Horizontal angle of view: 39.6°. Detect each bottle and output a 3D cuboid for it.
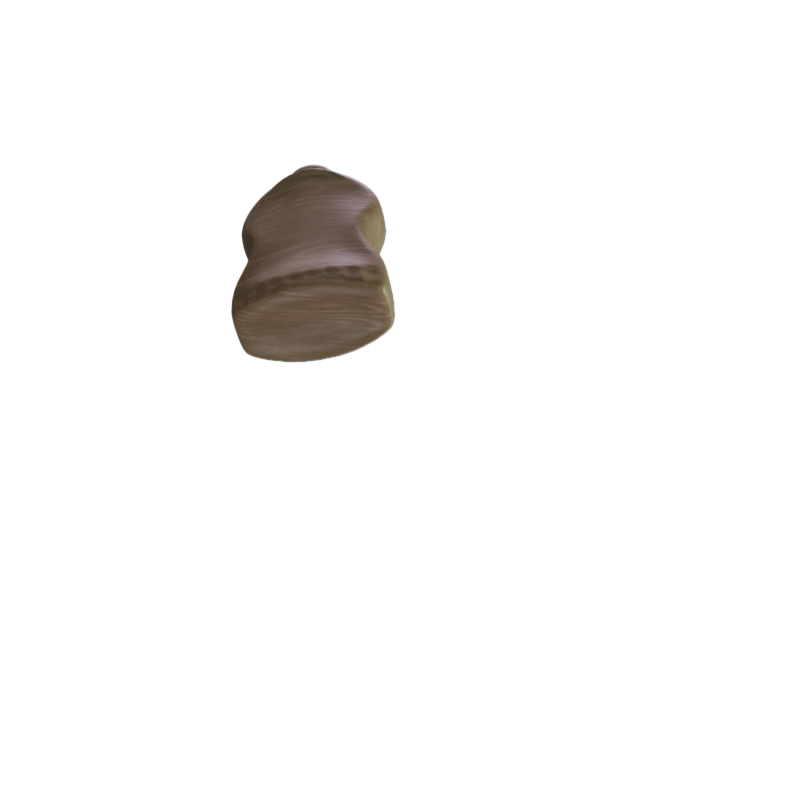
[{"bbox_3d":[-0.057,-0.104,0.733,0.096,0.054,0.205,-13,36,6],"label":"bottle"}]
